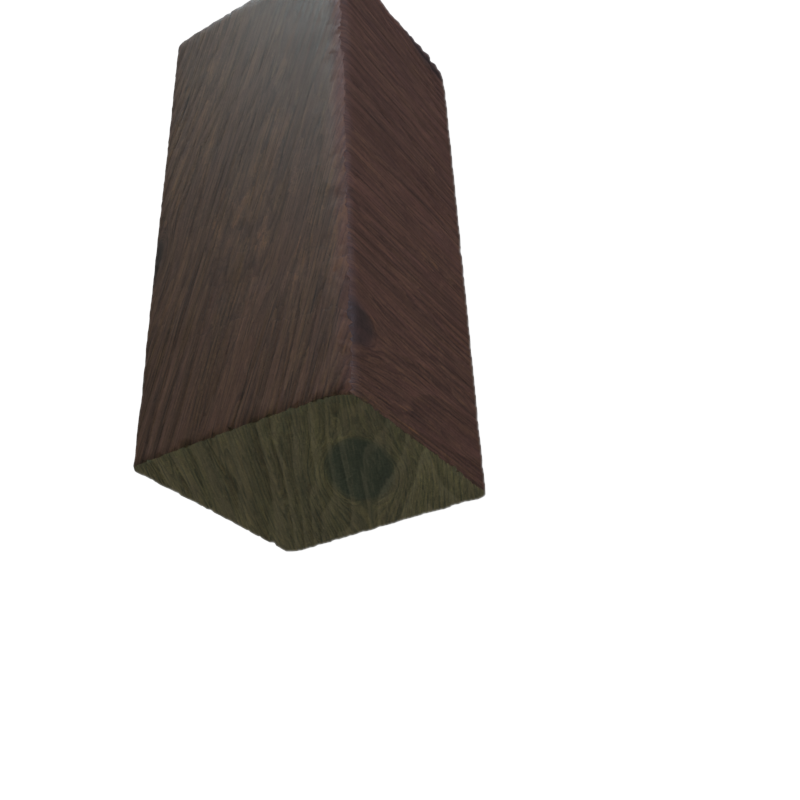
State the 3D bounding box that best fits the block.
[{"bbox_3d":[-0.034,-0.063,0.438,0.091,0.221,0.084,-22,-39,26],"label":"block"}]
